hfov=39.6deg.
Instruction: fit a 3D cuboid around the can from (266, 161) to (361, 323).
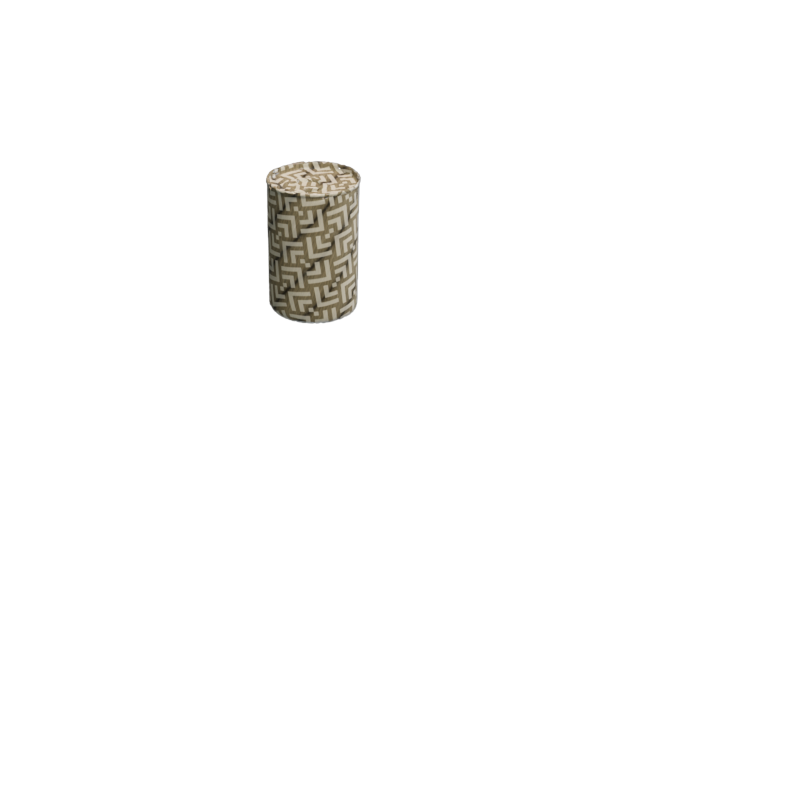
[{"bbox_3d":[-0.064,-0.116,0.813,0.068,0.097,0.072,0,27,-2],"label":"can"}]
